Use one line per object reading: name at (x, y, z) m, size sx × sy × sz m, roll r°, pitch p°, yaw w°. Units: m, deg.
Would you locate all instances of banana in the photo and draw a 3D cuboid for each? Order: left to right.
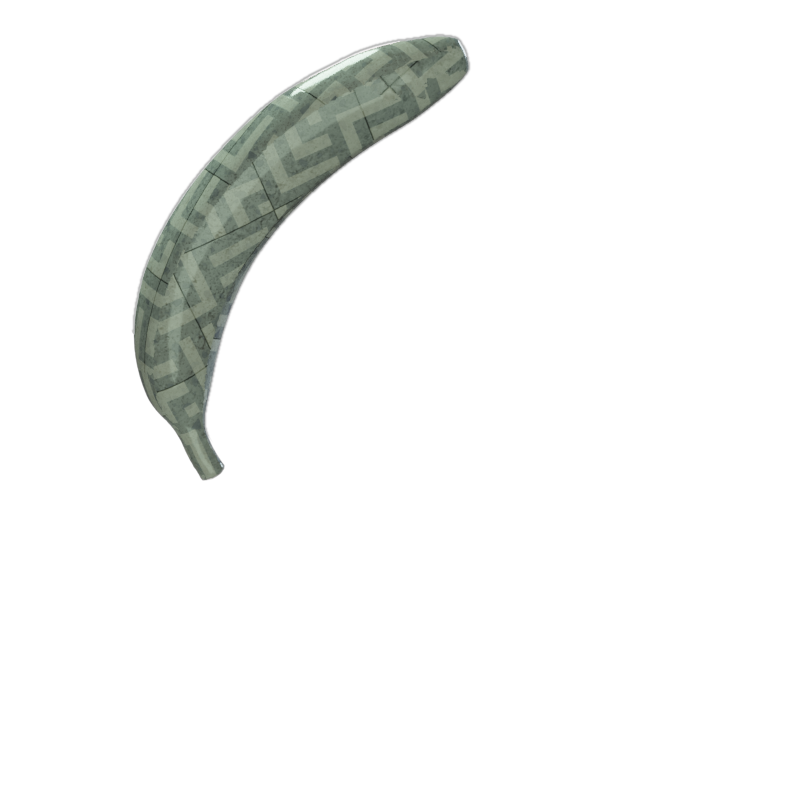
banana at (-0.052, -0.068, 0.434) m, size 0.068 × 0.195 × 0.038 m, roll 31°, pitch 9°, yaw -7°
